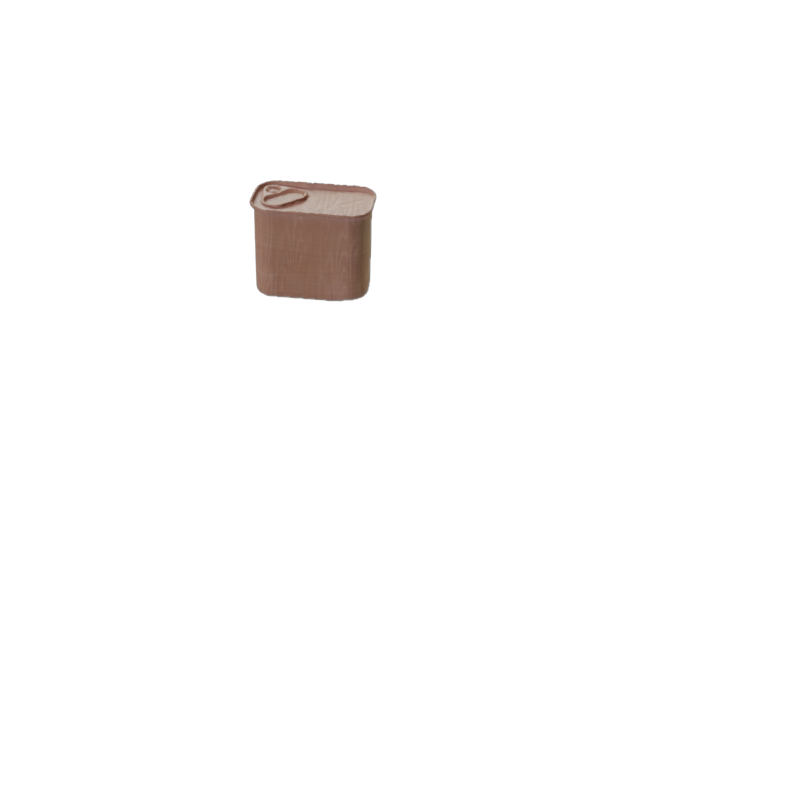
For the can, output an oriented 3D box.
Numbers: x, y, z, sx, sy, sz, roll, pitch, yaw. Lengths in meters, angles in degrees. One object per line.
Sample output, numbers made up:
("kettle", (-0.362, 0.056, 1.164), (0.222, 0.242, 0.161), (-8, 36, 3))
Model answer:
("can", (-0.073, -0.132, 0.927), (0.103, 0.079, 0.060), (5, 32, 7))
